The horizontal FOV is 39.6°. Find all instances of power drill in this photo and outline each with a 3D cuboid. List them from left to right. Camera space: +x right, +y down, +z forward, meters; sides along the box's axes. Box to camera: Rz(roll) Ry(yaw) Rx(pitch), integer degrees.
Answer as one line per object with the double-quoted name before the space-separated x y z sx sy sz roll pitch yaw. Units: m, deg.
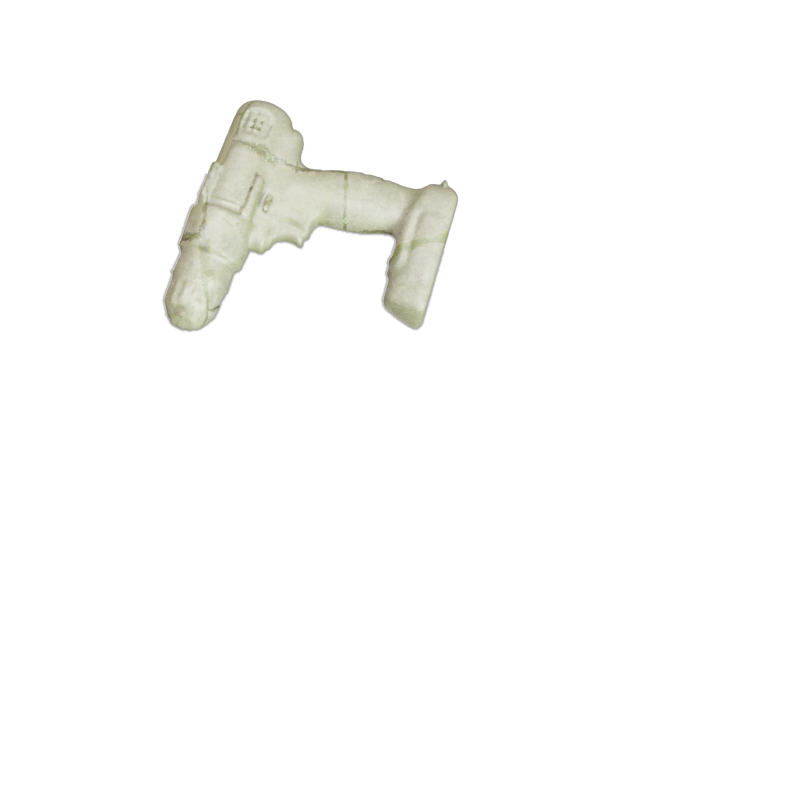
"power drill" -0.063 -0.116 0.809 0.190 0.190 0.055 18 -16 5
